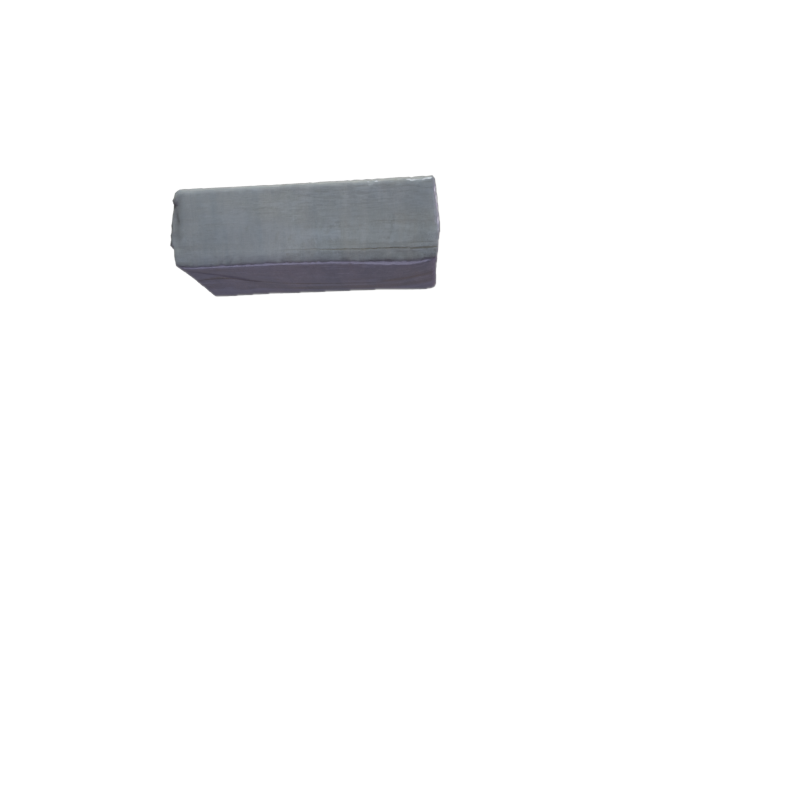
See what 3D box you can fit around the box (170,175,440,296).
[{"bbox_3d":[-0.039,-0.072,0.502,0.114,0.040,0.088,0,-3,4],"label":"box"}]
